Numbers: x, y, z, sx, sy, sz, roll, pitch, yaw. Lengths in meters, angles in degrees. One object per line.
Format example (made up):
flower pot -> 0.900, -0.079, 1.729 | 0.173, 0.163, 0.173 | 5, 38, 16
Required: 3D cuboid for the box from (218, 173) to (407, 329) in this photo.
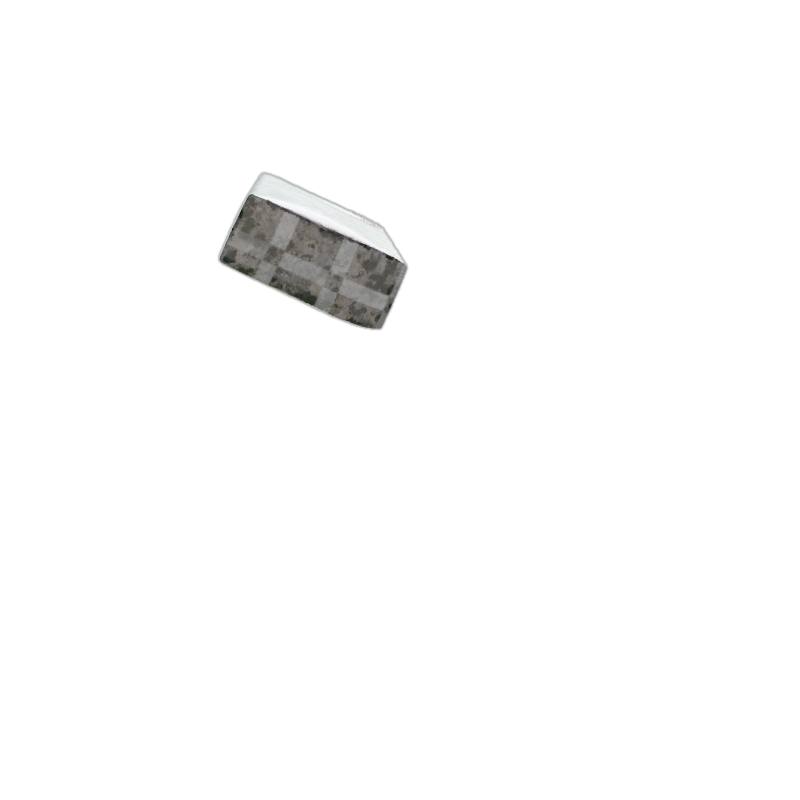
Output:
box -> -0.051, -0.093, 0.652 | 0.092, 0.047, 0.182 | 24, 14, -10
